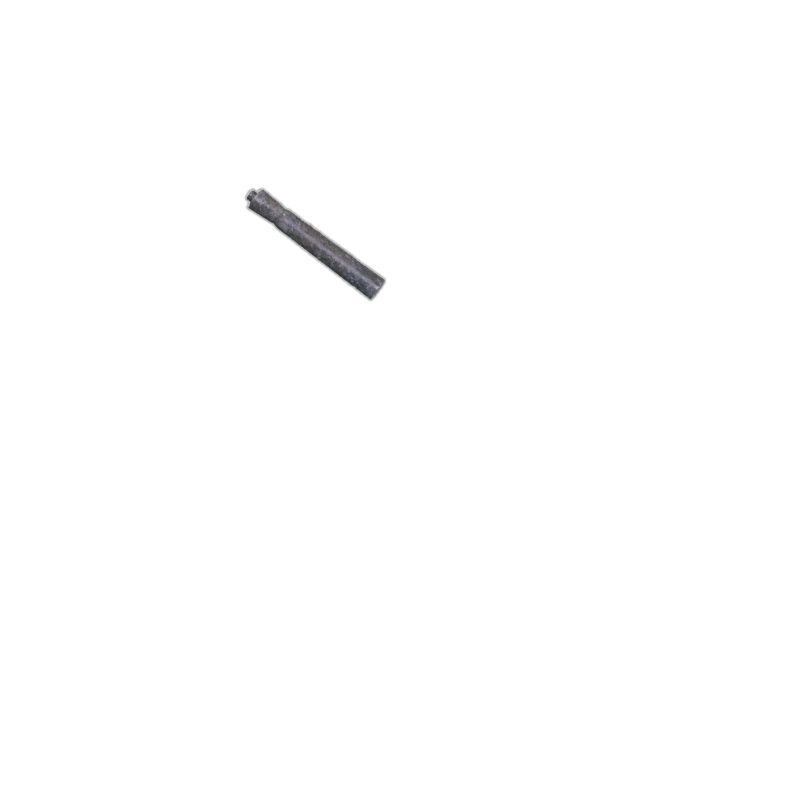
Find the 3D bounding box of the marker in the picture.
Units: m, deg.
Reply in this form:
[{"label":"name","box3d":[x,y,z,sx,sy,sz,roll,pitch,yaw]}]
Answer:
[{"label":"marker","box3d":[-0.064,-0.117,0.819,0.124,0.020,0.019,38,9,9]}]
